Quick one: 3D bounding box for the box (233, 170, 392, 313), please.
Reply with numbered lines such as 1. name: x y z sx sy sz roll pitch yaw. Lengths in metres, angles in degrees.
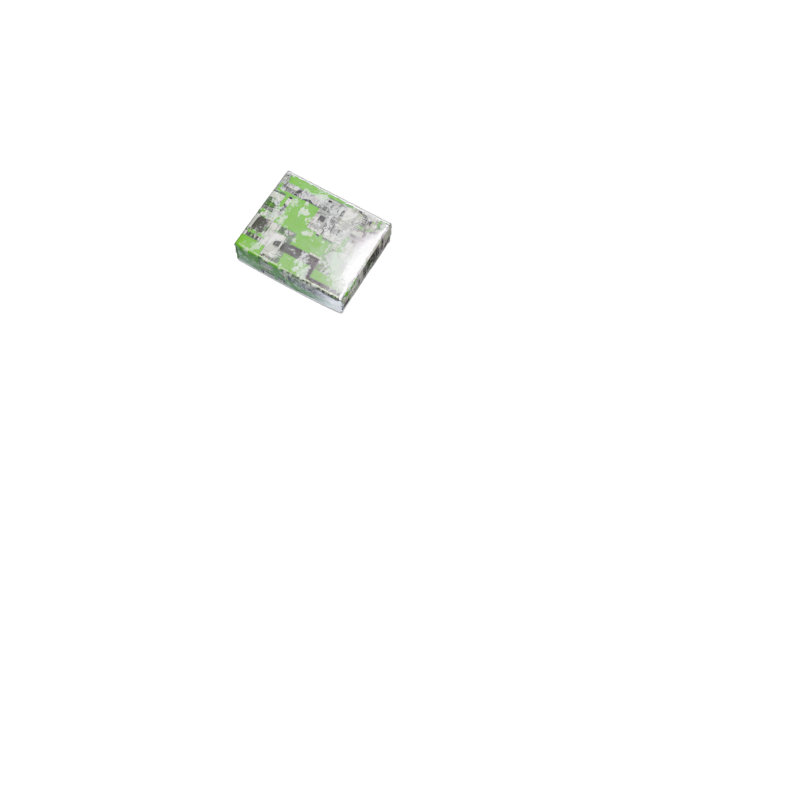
1. box: -0.078 -0.141 0.990 0.117 0.092 0.037 29 -22 12
